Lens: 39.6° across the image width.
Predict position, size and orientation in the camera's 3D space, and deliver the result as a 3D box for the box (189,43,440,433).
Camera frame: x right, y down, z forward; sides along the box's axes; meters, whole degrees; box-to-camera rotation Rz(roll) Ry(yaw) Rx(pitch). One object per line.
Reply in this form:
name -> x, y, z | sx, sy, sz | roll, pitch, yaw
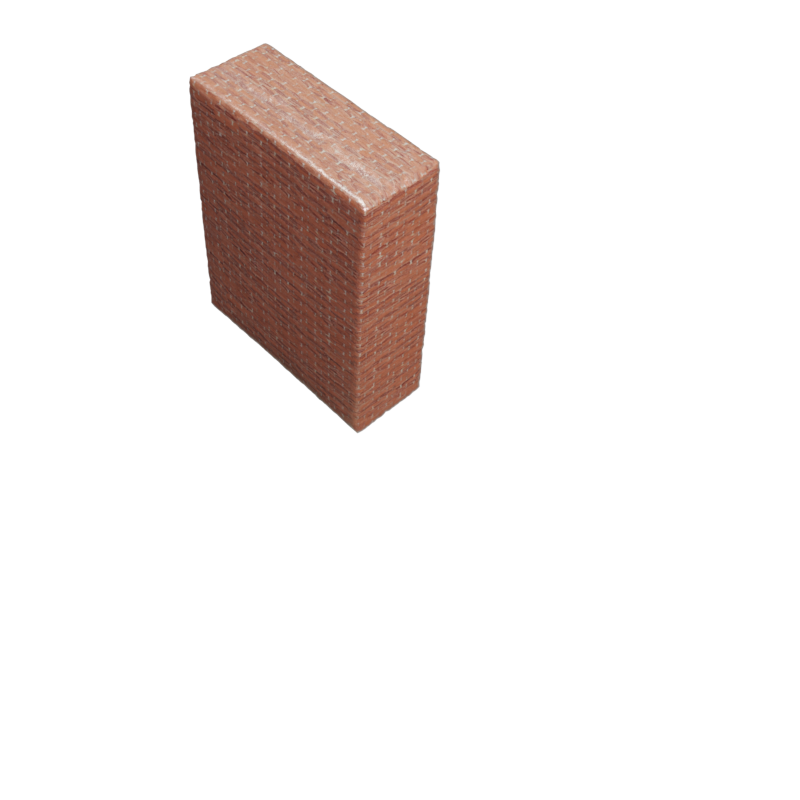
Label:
box -> -0.058, -0.105, 0.736 | 0.072, 0.199, 0.175 | -33, 58, -28
